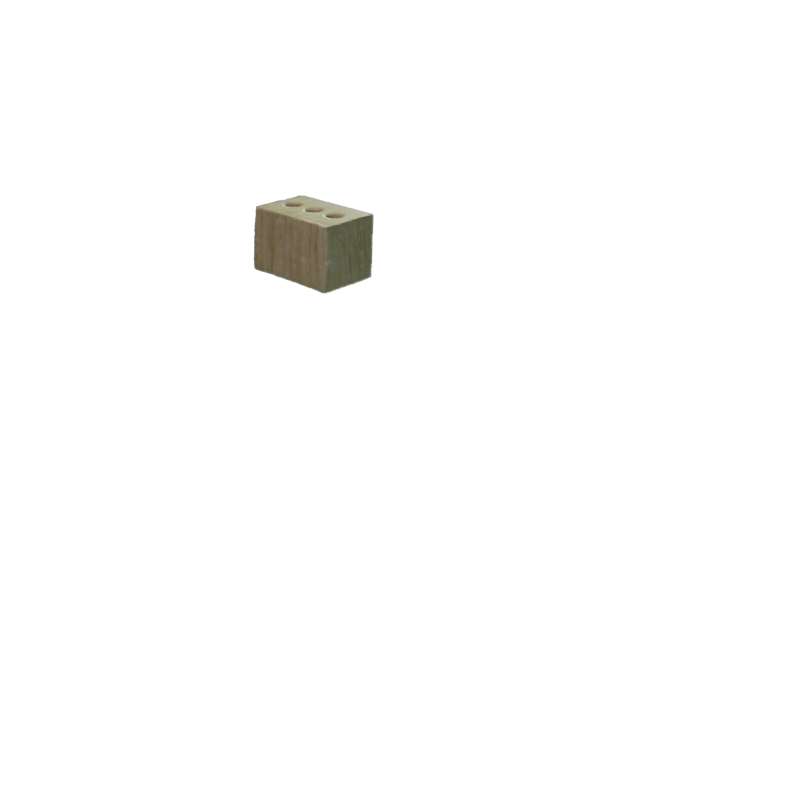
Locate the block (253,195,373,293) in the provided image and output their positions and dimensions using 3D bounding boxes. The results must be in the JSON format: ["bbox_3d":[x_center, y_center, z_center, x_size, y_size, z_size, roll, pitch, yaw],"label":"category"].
[{"bbox_3d":[-0.065,-0.118,0.829,0.083,0.049,0.052,20,29,39],"label":"block"}]
